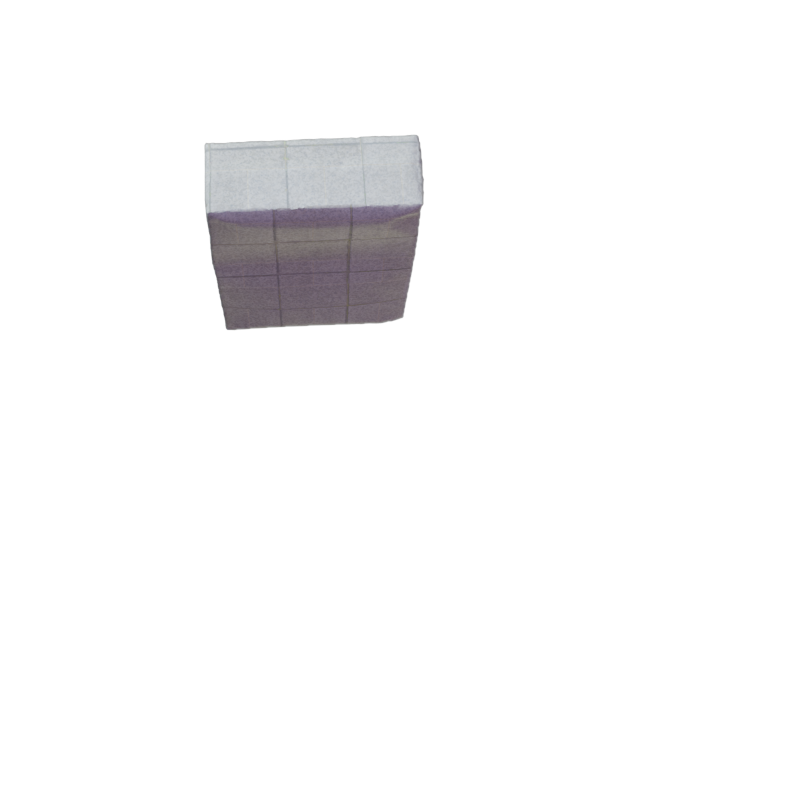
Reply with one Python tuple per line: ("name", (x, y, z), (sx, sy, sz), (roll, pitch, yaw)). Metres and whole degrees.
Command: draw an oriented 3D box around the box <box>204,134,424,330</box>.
("box", (-0.071, -0.130, 0.913), (0.163, 0.076, 0.203), (-2, -21, -4))
